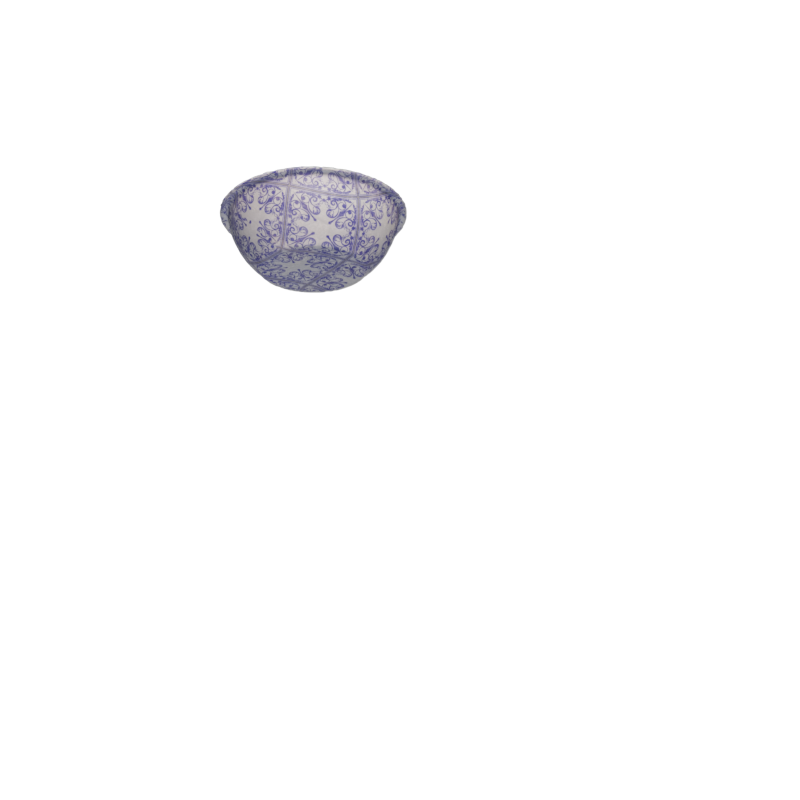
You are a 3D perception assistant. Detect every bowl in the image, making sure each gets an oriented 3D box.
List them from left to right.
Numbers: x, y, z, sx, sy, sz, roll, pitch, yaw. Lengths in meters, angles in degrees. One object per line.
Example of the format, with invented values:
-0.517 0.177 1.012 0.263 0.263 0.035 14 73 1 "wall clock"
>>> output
-0.074 -0.135 0.945 0.162 0.058 0.154 1 -22 -2 "bowl"
